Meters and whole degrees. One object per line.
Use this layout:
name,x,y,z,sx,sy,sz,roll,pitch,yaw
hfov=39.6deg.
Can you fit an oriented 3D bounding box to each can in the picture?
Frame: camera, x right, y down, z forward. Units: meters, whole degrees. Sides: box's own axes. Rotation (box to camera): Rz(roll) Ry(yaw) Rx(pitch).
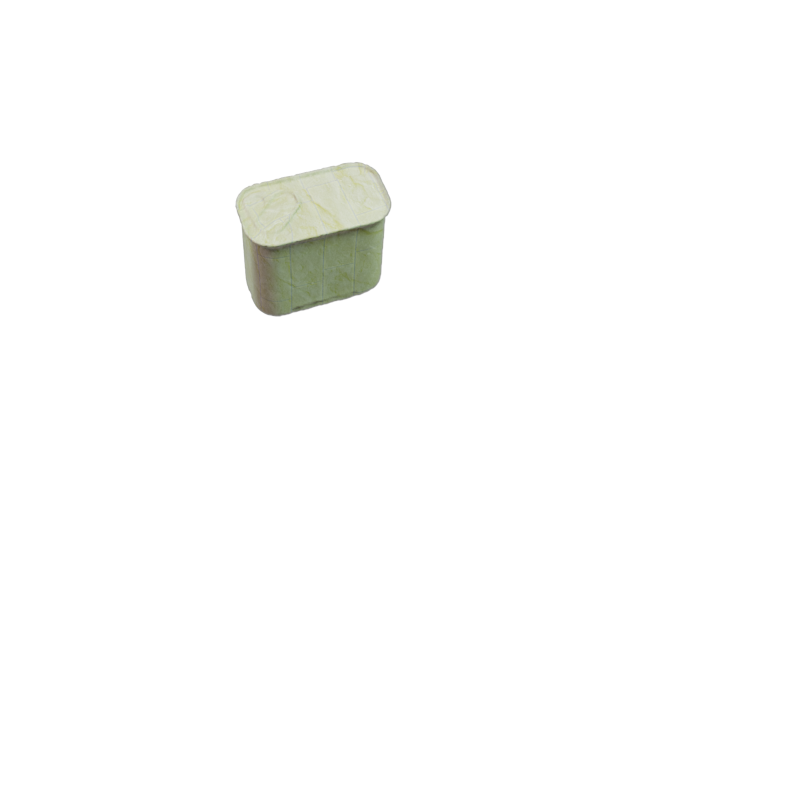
can,-0.061,-0.110,0.774,0.101,0.062,0.078,-15,-34,-12
